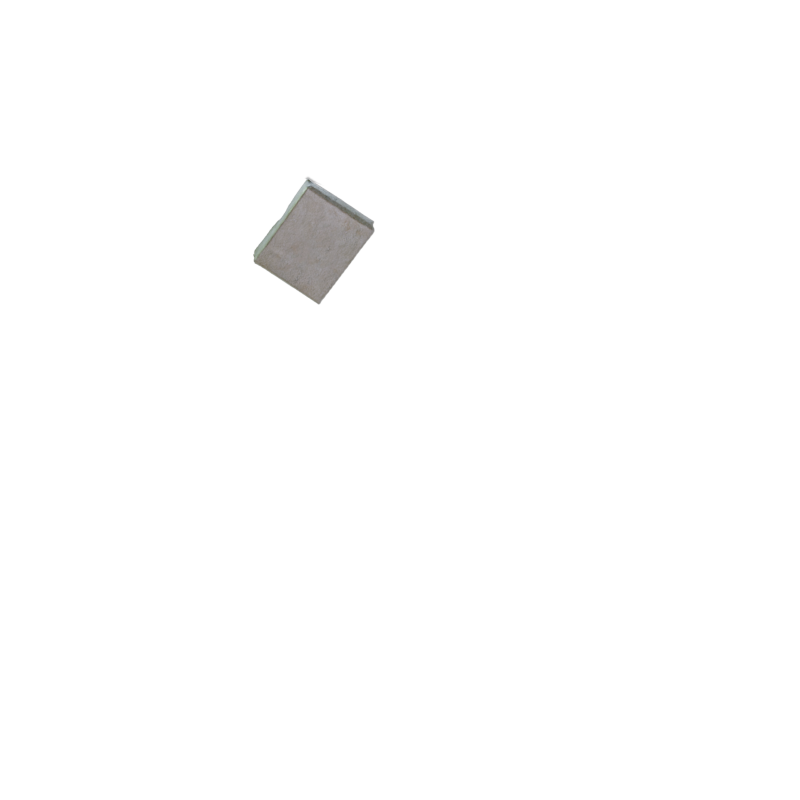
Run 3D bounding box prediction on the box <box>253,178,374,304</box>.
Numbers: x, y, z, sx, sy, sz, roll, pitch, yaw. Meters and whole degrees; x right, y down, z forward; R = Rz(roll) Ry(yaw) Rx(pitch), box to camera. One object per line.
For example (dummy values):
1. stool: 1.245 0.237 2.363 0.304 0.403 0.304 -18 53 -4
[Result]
1. box: -0.078 -0.141 0.989 0.071 0.087 0.032 33 19 -14
